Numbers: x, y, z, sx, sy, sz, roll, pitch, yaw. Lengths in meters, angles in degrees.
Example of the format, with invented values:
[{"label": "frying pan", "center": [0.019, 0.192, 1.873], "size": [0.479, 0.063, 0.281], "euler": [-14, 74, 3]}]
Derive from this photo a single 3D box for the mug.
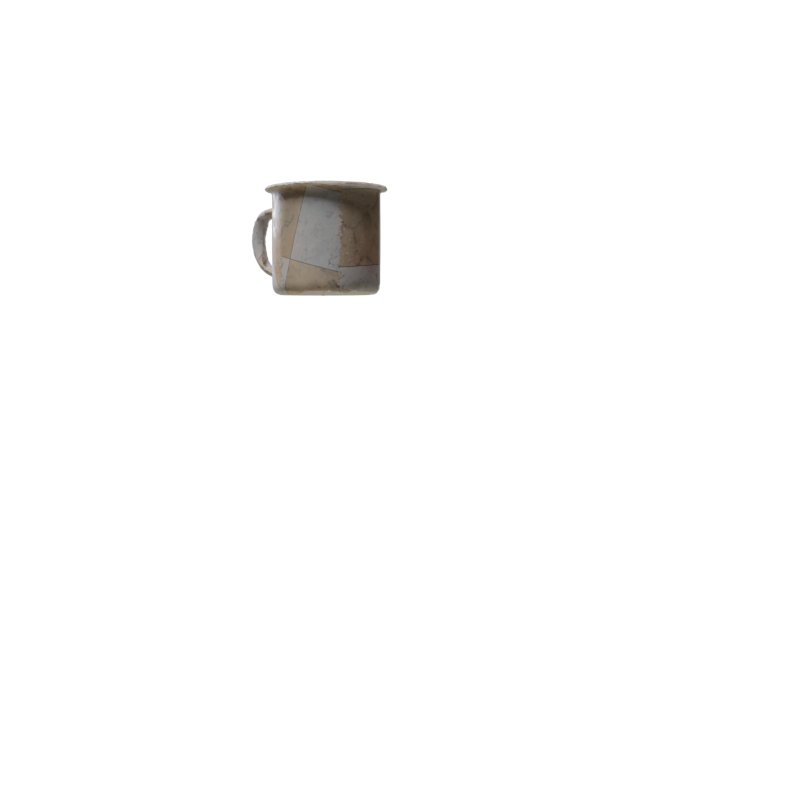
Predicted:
[{"label": "mug", "center": [-0.066, -0.121, 0.844], "size": [0.121, 0.082, 0.090], "euler": [1, 1, 33]}]
